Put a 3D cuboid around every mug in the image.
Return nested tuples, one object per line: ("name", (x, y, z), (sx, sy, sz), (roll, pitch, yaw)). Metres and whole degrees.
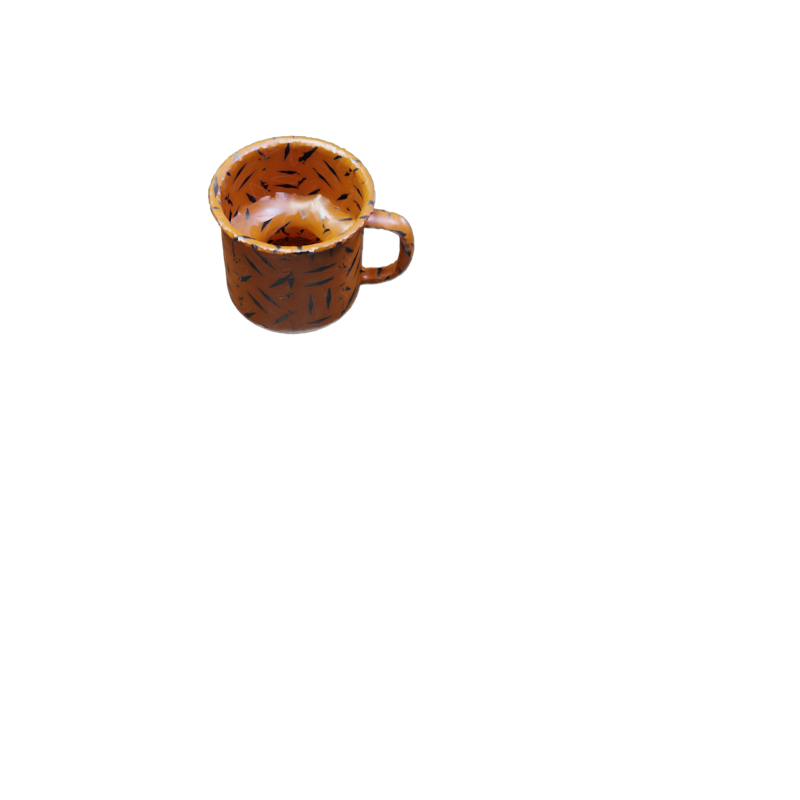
("mug", (-0.050, -0.092, 0.644), (0.117, 0.100, 0.076), (4, -39, 2))
